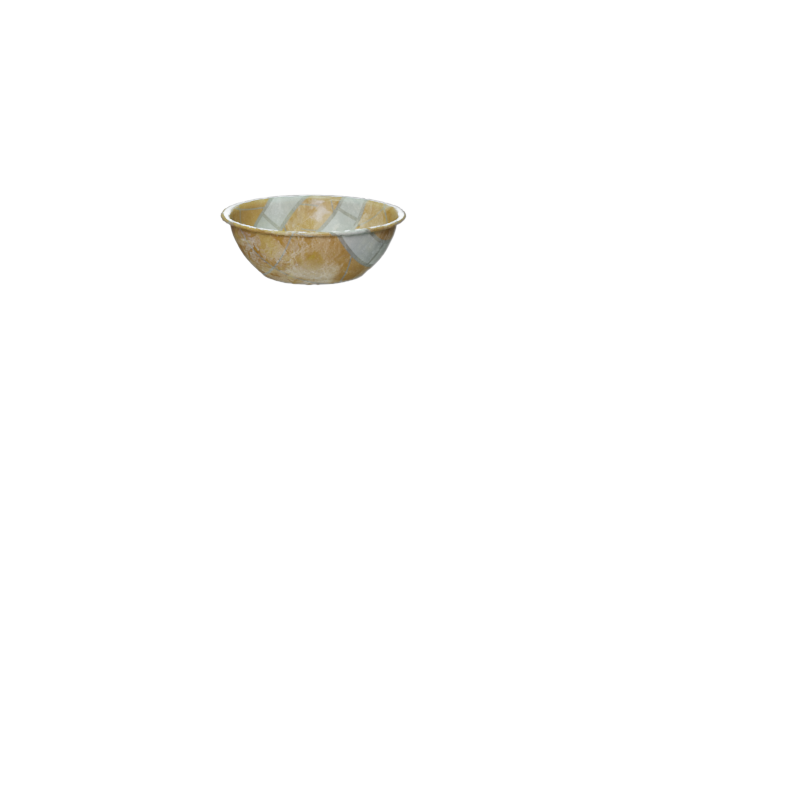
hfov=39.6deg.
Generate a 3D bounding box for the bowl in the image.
[{"bbox_3d":[-0.076,-0.139,0.971,0.162,0.053,0.169,-1,20,-2],"label":"bowl"}]
